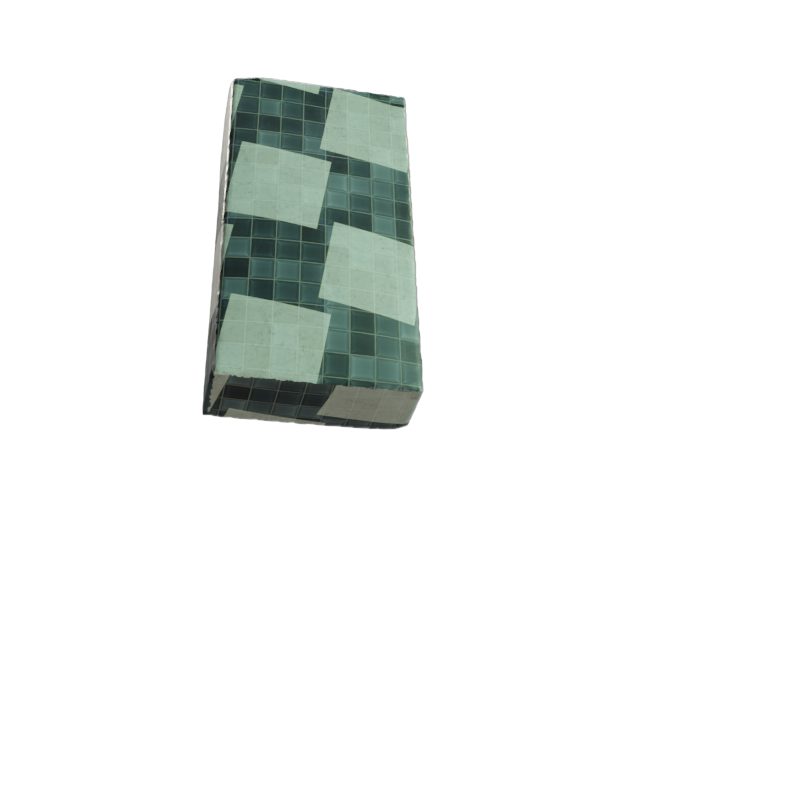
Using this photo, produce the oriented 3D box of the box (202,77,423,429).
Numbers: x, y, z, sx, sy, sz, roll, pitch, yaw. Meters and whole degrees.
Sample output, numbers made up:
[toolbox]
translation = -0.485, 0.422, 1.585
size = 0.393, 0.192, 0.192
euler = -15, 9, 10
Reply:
[box]
translation = -0.041, -0.075, 0.526
size = 0.092, 0.188, 0.046
euler = 4, -33, -10
